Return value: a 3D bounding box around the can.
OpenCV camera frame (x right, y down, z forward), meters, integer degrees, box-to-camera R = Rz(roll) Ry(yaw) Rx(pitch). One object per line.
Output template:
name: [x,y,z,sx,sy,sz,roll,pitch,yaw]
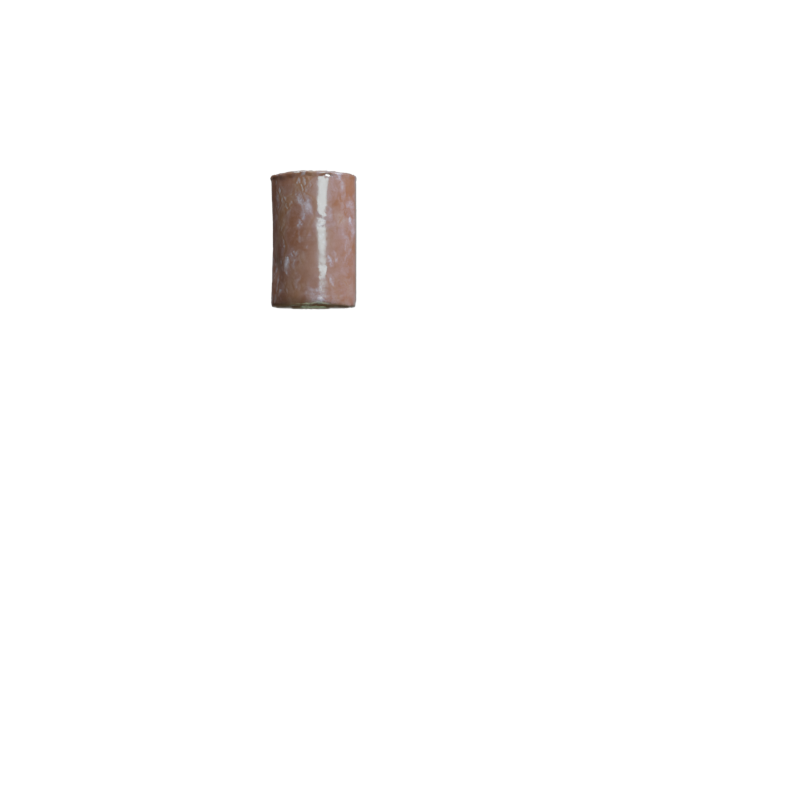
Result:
can: [-0.068,-0.123,0.863,0.068,0.104,0.068,0,-4,-2]
